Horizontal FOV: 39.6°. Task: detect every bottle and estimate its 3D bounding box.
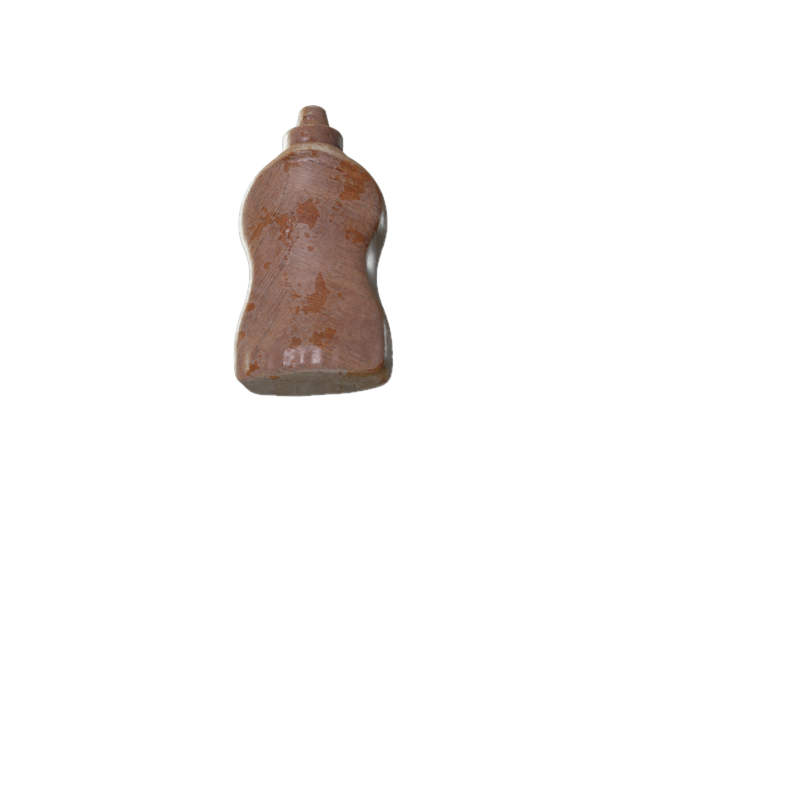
[{"bbox_3d":[-0.056,-0.102,0.713,0.097,0.202,0.055,-6,-22,12],"label":"bottle"}]
